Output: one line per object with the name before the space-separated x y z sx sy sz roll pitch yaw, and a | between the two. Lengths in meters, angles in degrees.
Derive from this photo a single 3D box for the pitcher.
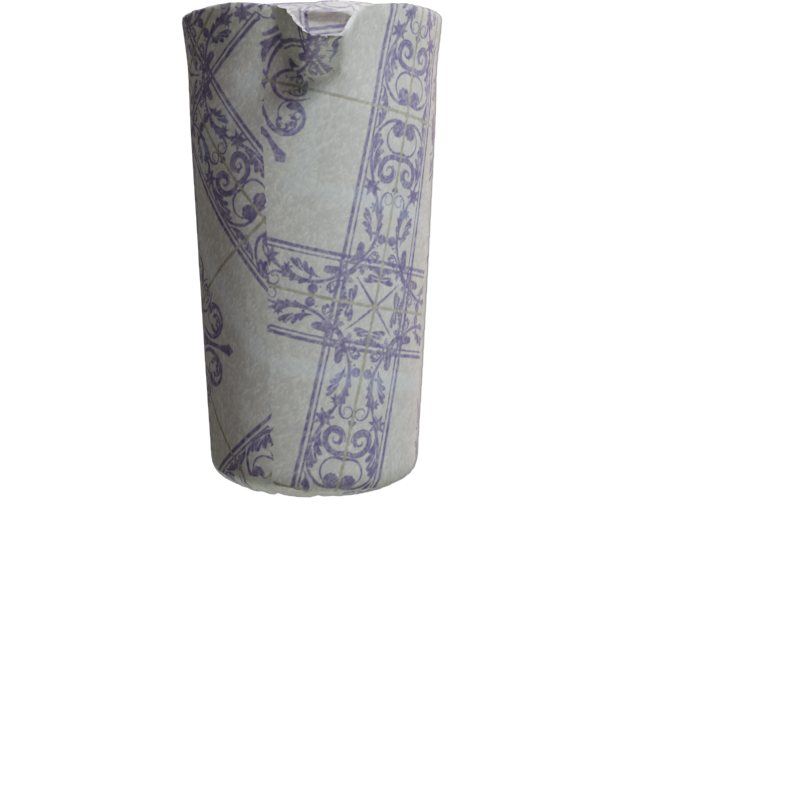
pitcher | -0.046 -0.084 0.585 0.151 0.241 0.144 4 6 37
